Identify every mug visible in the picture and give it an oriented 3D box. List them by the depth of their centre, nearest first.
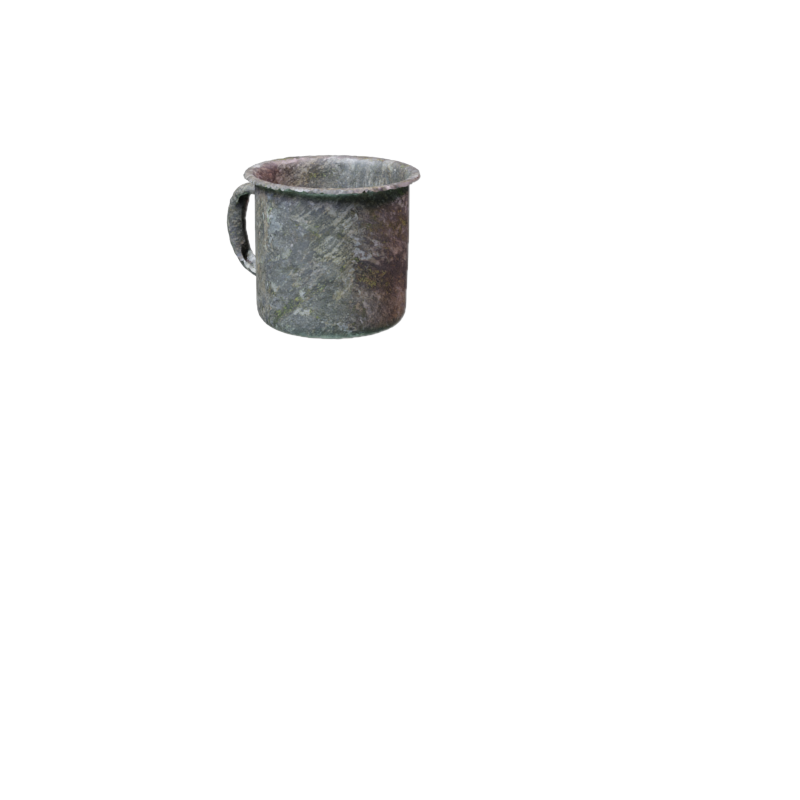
[{"bbox_3d":[-0.047,-0.086,0.600,0.123,0.078,0.093,13,23,30],"label":"mug"}]
